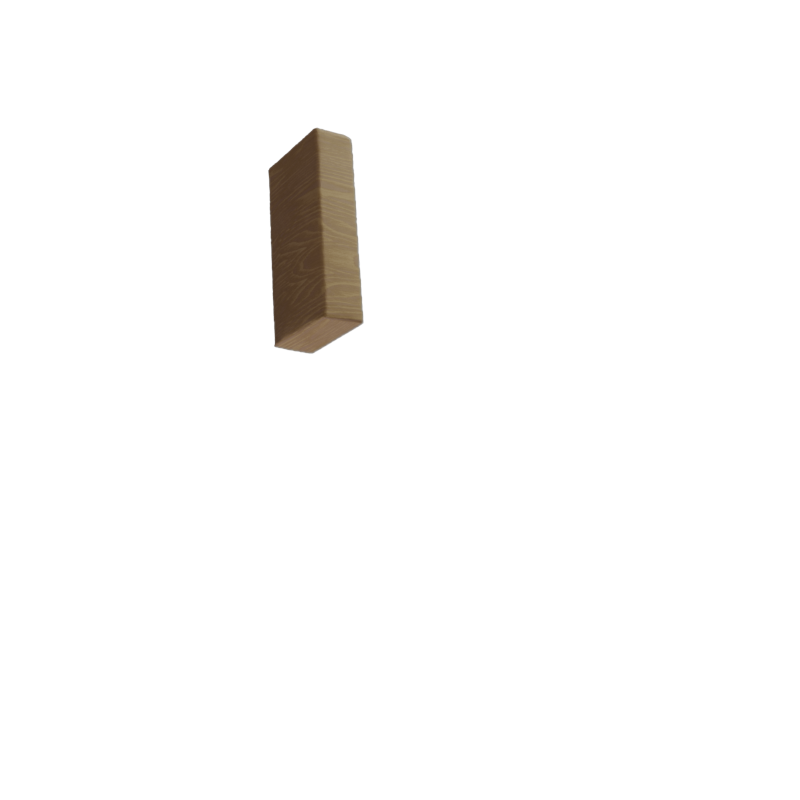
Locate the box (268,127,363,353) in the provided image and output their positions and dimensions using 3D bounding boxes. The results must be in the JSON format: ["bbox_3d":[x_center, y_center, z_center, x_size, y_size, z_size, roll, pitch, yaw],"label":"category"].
[{"bbox_3d":[-0.075,-0.138,0.969,0.046,0.185,0.093,12,-25,-31],"label":"box"}]
